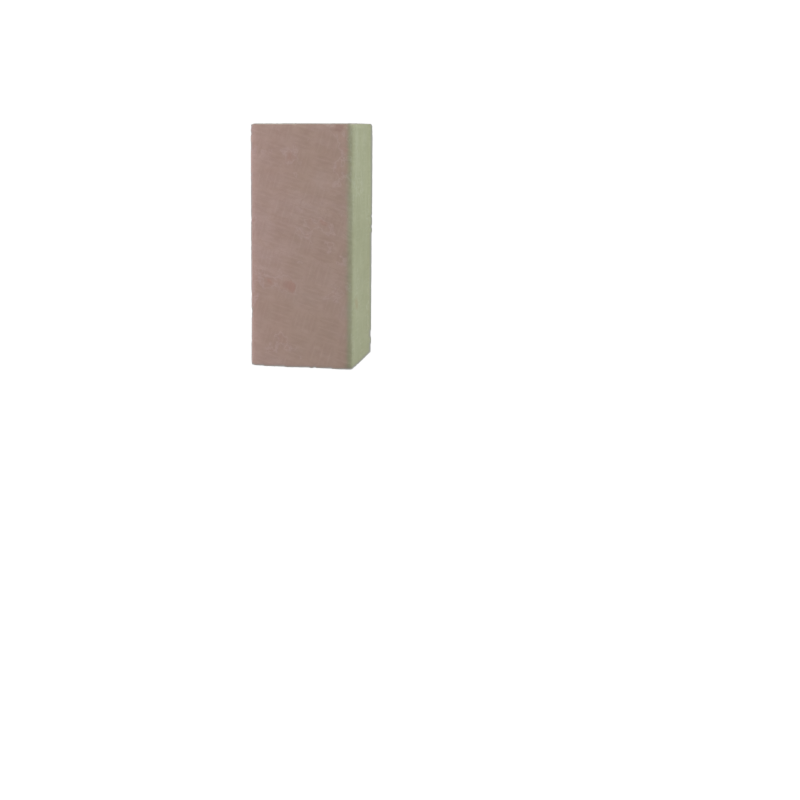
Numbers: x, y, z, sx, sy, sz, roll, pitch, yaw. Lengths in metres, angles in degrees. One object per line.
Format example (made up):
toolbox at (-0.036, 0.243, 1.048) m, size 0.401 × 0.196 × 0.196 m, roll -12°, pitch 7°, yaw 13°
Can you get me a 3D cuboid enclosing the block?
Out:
block at (-0.075, -0.138, 0.968) m, size 0.092 × 0.203 × 0.090 m, roll 2°, pitch 7°, yaw 12°
